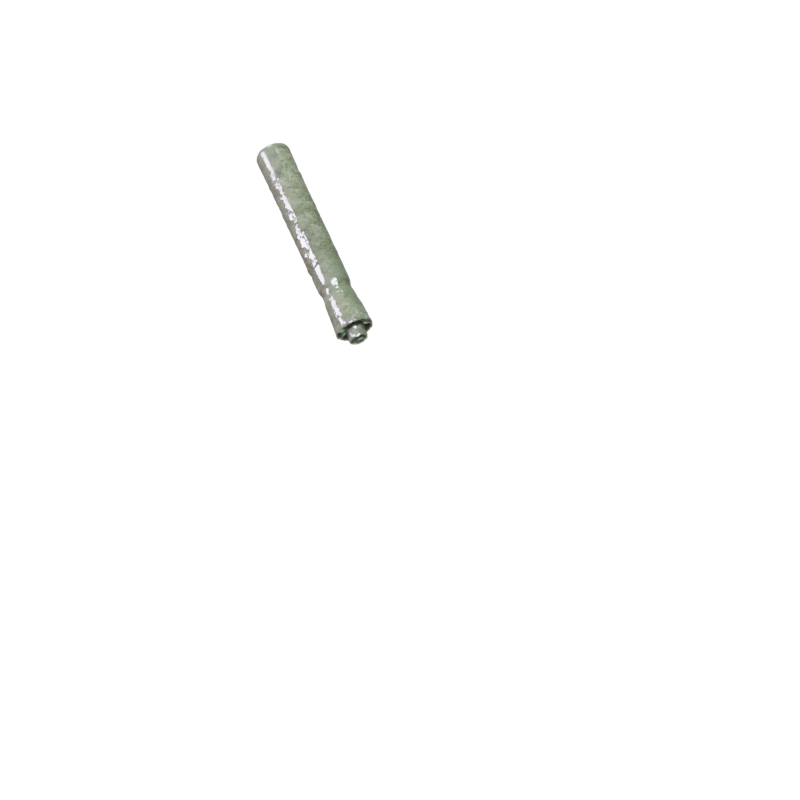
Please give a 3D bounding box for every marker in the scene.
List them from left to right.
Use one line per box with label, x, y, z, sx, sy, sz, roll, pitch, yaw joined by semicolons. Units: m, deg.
marker;-0.044;-0.080;0.559;0.020;0.130;0.018;-18;-30;-12
